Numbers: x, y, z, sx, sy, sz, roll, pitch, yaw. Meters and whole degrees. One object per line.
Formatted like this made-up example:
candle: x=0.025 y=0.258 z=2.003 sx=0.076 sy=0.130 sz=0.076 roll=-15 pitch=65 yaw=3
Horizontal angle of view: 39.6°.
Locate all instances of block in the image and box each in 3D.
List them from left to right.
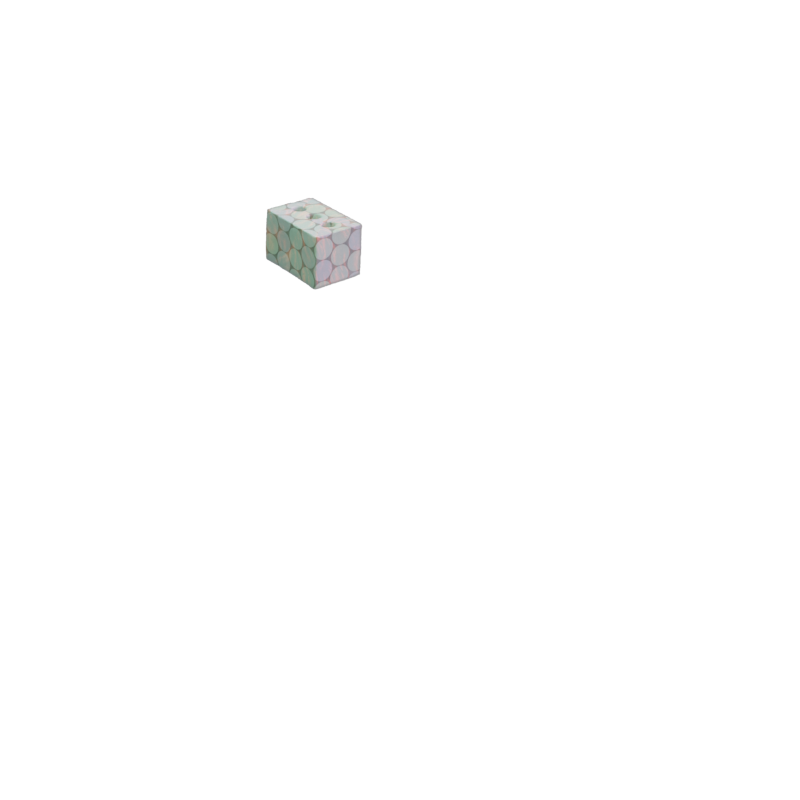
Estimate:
block: x=-0.077 y=-0.141 z=0.988 sx=0.052 sy=0.048 sz=0.084 roll=-20 pitch=36 yaw=-33
